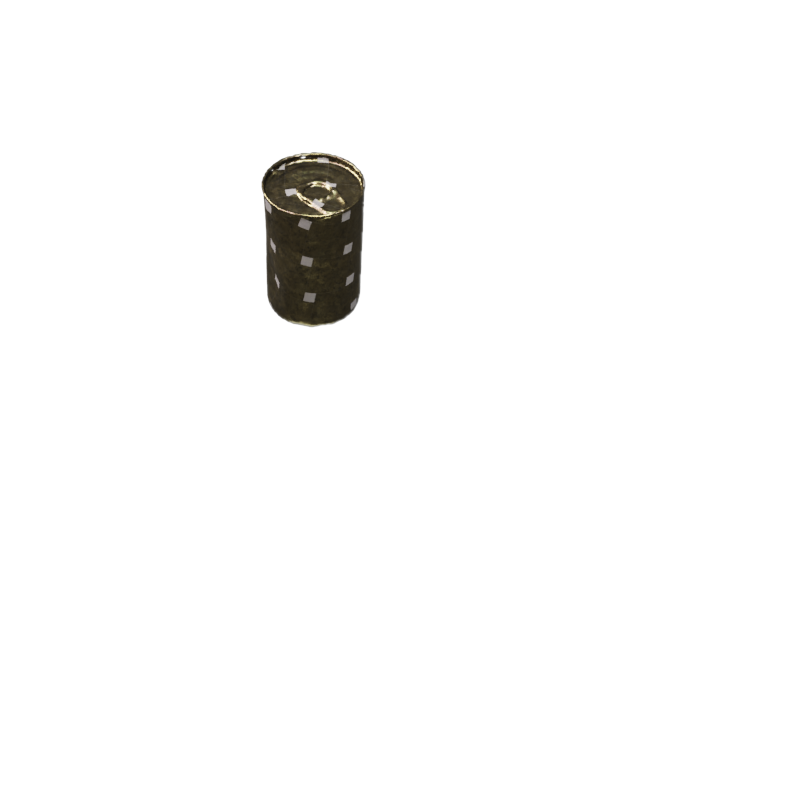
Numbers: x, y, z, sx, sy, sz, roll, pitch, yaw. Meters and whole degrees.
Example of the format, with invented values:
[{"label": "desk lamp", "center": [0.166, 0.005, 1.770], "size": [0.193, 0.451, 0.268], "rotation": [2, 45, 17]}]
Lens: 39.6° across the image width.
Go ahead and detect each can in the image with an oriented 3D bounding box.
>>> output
[{"label": "can", "center": [-0.059, -0.108, 0.756], "size": [0.068, 0.095, 0.074], "rotation": [0, 45, -3]}]
